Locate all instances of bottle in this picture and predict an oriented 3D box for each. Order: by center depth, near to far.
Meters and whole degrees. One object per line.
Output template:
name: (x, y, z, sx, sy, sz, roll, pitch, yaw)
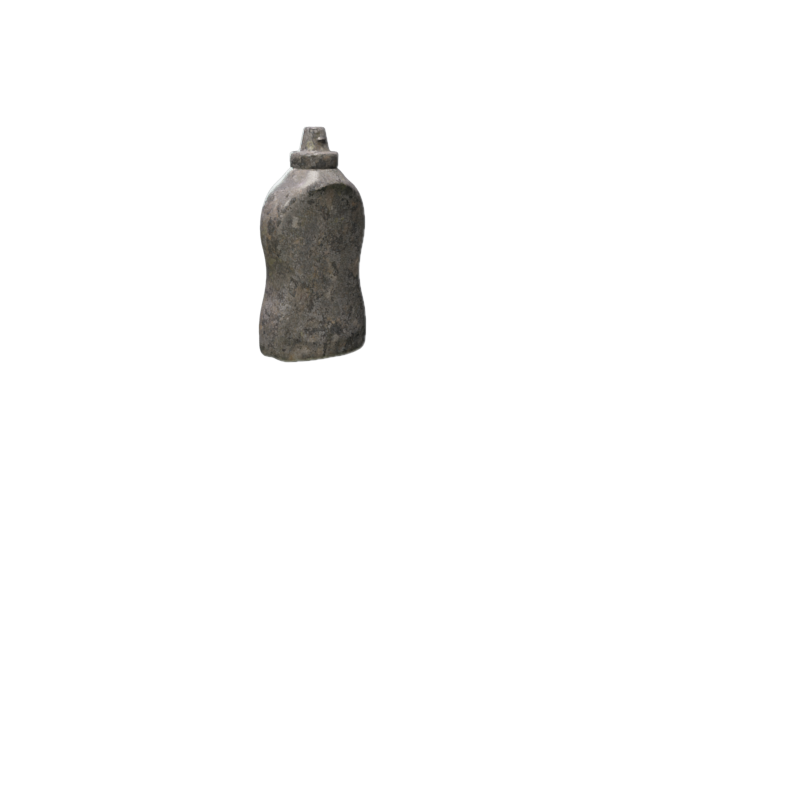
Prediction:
bottle: (-0.072, -0.133, 0.930, 0.093, 0.188, 0.061, -6, 11, -37)
